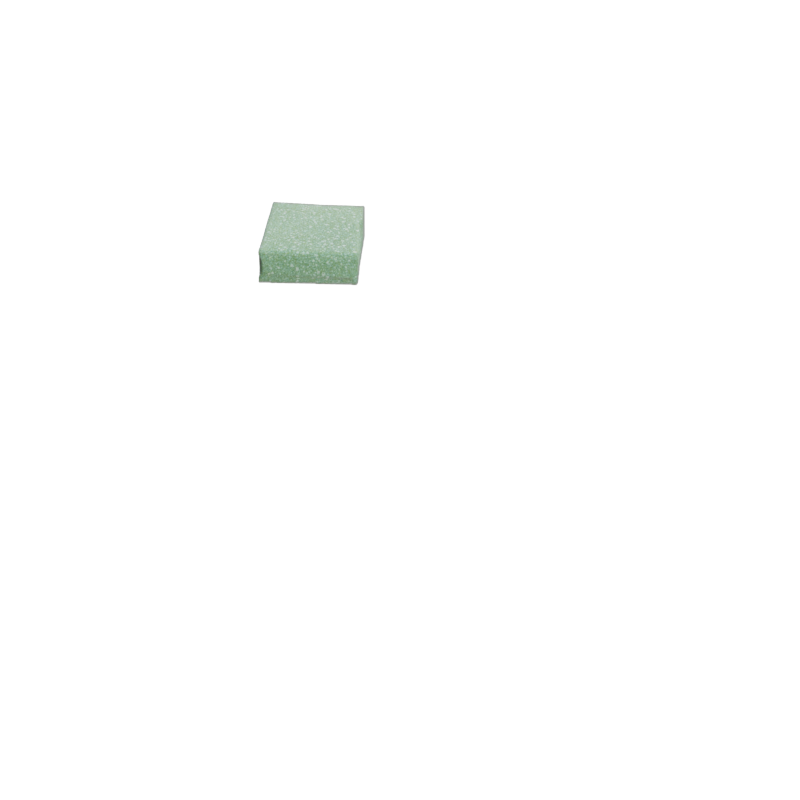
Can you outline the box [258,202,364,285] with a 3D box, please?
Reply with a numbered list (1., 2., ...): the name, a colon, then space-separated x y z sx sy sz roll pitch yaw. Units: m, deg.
1. box: -0.065 -0.119 0.835 0.073 0.028 0.094 2 31 3
